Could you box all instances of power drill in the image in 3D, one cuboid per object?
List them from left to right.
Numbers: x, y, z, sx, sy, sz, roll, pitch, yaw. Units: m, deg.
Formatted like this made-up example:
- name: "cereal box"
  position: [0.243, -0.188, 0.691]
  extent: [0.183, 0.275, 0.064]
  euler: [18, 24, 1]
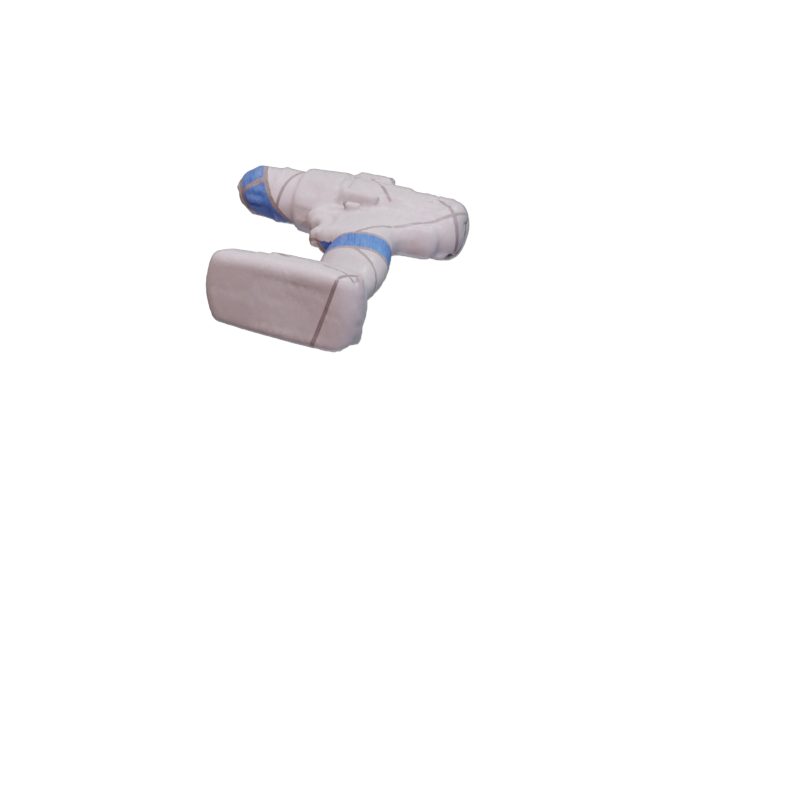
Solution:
- name: "power drill"
  position: [-0.061, -0.112, 0.784]
  extent: [0.191, 0.054, 0.193]
  euler: [12, 34, 18]
